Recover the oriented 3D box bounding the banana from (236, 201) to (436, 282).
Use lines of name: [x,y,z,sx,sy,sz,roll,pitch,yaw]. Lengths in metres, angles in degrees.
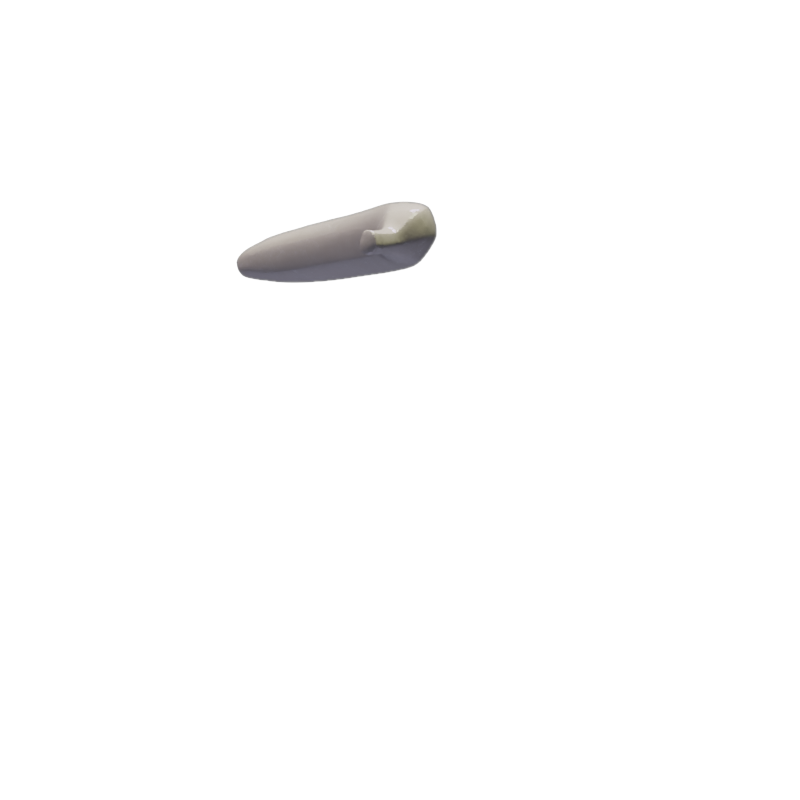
banana: [-0.031,-0.091,0.638,0.067,0.037,0.202,0,1,-26]
